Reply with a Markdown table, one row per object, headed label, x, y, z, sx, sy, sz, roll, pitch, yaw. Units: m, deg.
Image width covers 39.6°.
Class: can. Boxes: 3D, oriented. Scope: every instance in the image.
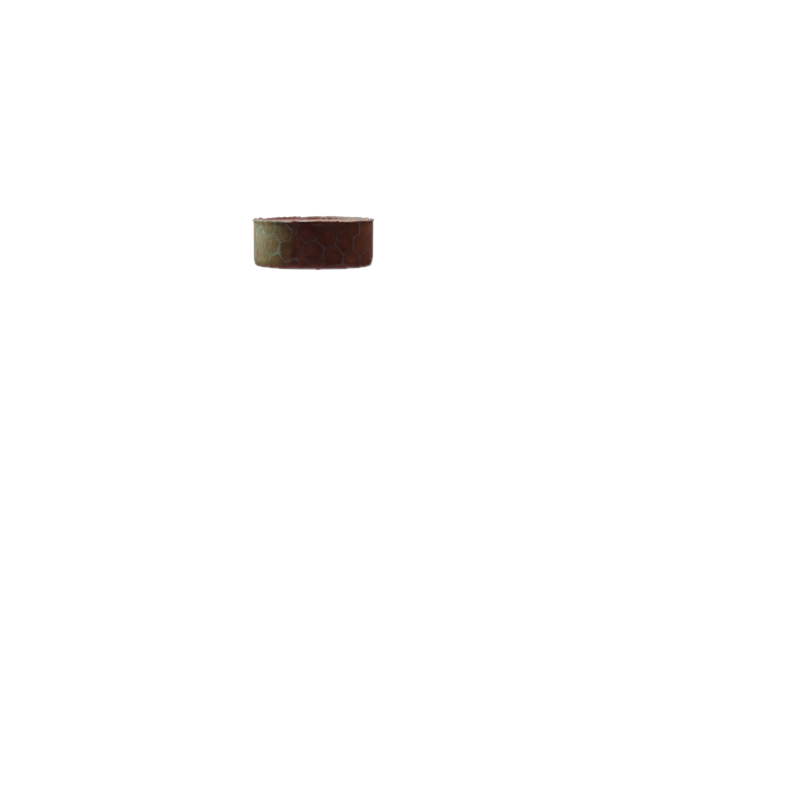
| label | x | y | z | sx | sy | sz | roll | pitch | yaw |
| --- | --- | --- | --- | --- | --- | --- | --- | --- | --- |
| can | -0.061 | -0.112 | 0.784 | 0.086 | 0.033 | 0.088 | 0 | 10 | -2 |
